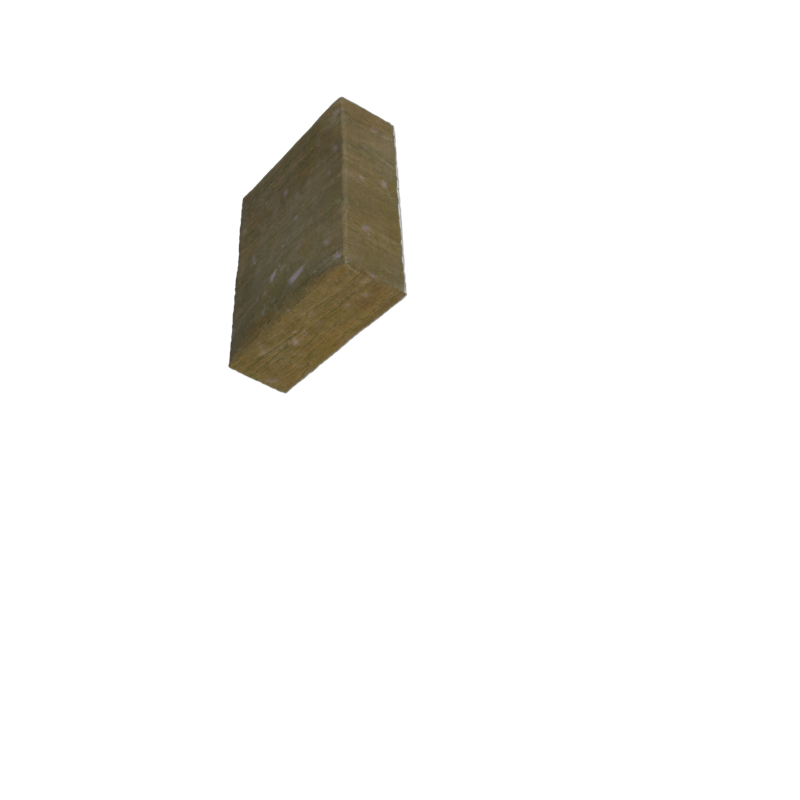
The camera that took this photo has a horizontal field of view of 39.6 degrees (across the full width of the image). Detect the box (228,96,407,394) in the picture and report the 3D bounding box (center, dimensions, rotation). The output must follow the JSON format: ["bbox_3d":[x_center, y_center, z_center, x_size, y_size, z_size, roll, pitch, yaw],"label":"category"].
[{"bbox_3d":[-0.076,-0.139,0.976,0.068,0.230,0.162,28,-49,-31],"label":"box"}]
